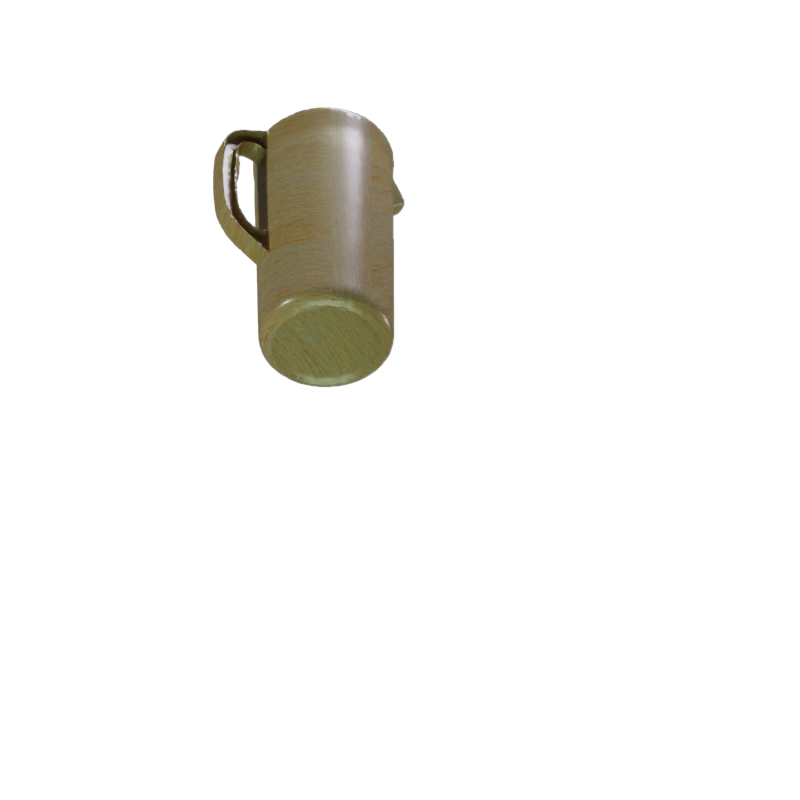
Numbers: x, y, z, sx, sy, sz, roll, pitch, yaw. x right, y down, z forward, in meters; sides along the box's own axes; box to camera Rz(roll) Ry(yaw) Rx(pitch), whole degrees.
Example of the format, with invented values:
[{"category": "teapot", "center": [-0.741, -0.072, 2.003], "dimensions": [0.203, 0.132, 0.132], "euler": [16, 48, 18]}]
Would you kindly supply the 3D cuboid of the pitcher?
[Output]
[{"category": "pitcher", "center": [-0.075, -0.136, 0.956], "dimensions": [0.150, 0.261, 0.134], "euler": [-12, -46, 9]}]
